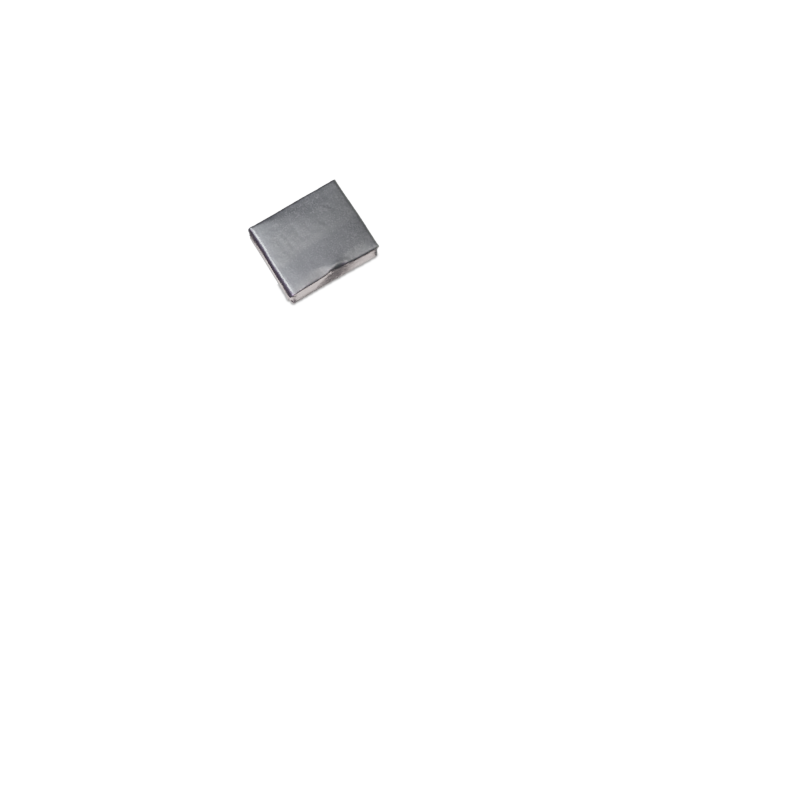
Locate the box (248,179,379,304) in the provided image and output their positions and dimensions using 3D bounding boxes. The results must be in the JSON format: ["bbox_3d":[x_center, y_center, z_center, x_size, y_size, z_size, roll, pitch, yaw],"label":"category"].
[{"bbox_3d":[-0.074,-0.136,0.950,0.089,0.076,0.029,-30,-16,-11],"label":"box"}]
